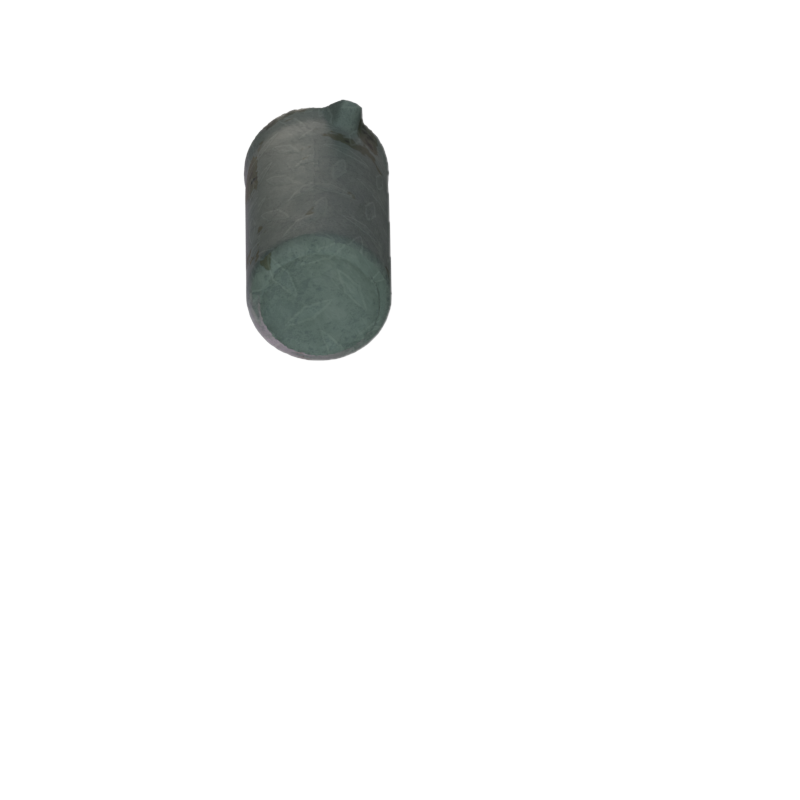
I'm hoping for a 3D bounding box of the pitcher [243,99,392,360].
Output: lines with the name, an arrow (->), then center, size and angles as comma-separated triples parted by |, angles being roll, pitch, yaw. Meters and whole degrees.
pitcher -> -0.072, -0.131, 0.919 | 0.145, 0.139, 0.259 | -19, 32, 8
